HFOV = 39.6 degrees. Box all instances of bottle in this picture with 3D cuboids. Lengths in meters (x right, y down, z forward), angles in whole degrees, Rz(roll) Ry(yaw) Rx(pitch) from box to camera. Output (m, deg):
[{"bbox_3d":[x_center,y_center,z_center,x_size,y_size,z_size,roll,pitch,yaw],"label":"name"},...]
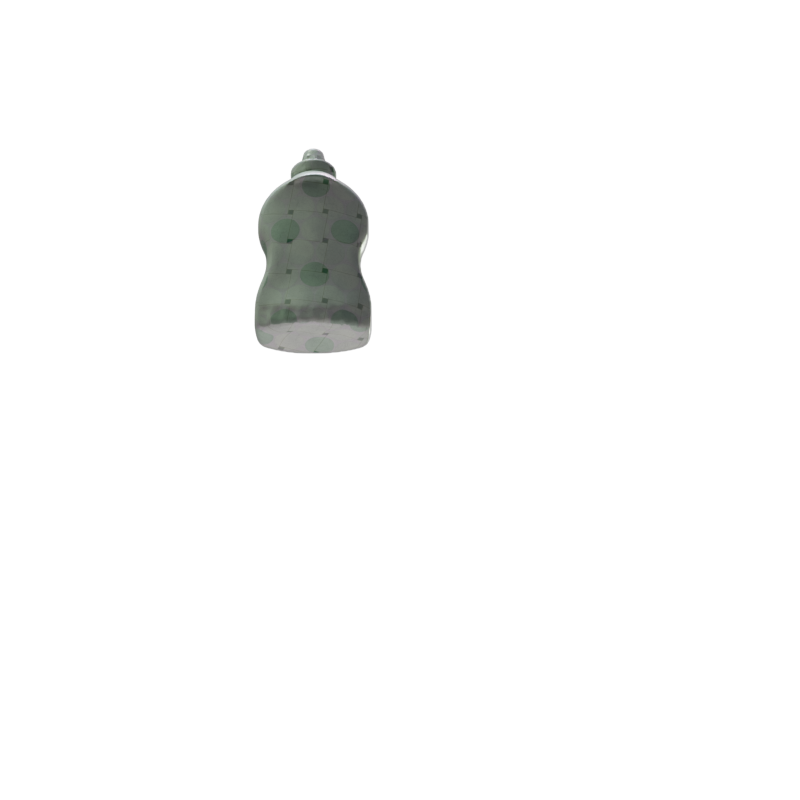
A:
[{"bbox_3d":[-0.075,-0.136,0.955,0.096,0.204,0.055,-2,-30,0],"label":"bottle"}]
